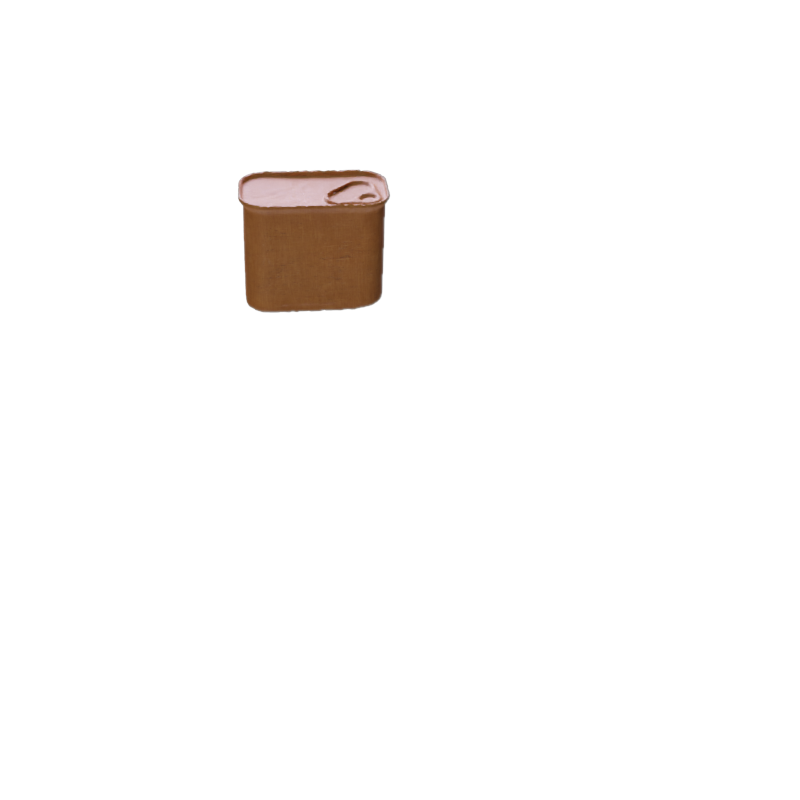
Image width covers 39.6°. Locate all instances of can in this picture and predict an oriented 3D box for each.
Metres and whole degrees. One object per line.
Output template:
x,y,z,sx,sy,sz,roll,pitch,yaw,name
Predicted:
-0.060,-0.110,0.768,0.101,0.079,0.061,-2,31,-4,can
